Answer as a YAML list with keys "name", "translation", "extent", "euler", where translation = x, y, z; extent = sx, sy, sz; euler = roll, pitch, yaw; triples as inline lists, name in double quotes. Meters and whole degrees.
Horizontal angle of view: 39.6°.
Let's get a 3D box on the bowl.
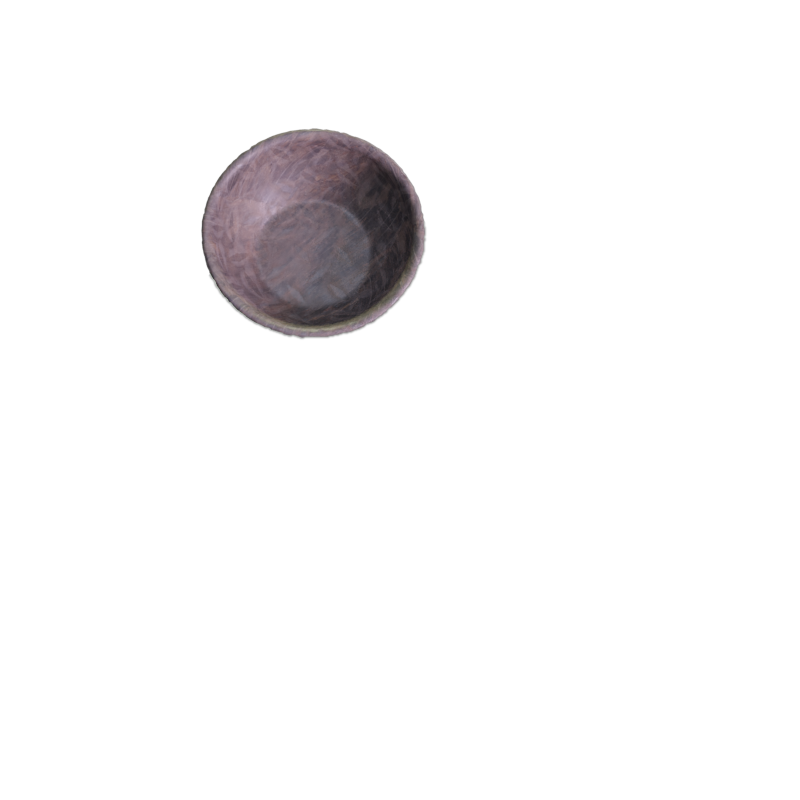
- name: "bowl"
  translation: [-0.064, -0.117, 0.821]
  extent: [0.162, 0.170, 0.053]
  euler: [-1, -19, -1]
